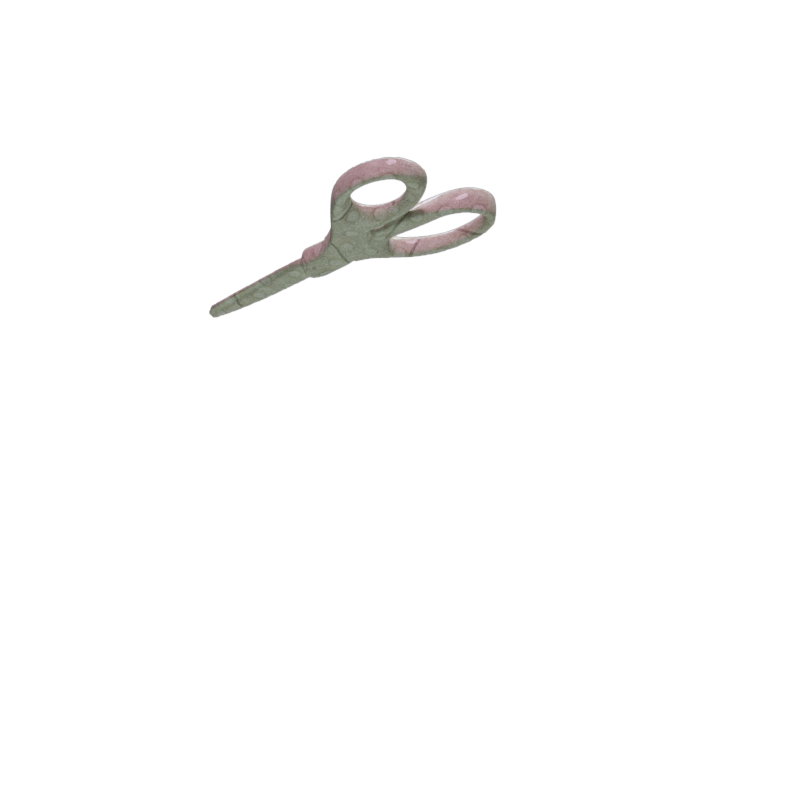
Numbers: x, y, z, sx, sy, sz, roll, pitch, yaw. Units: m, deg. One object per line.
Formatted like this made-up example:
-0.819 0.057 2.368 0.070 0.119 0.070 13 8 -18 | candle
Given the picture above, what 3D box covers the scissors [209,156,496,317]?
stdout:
-0.048 -0.087 0.611 0.205 0.017 0.089 -12 -27 26 | scissors
